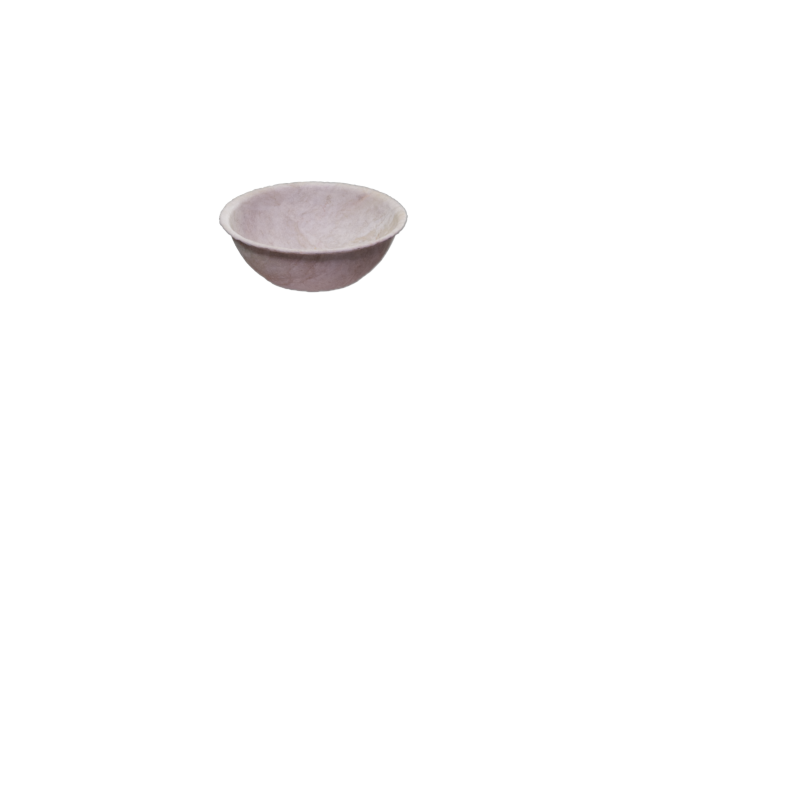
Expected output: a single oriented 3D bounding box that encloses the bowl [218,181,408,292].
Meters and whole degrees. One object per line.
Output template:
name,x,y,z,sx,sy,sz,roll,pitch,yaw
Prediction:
bowl,-0.075,-0.137,0.963,0.162,0.052,0.172,-1,29,-2
